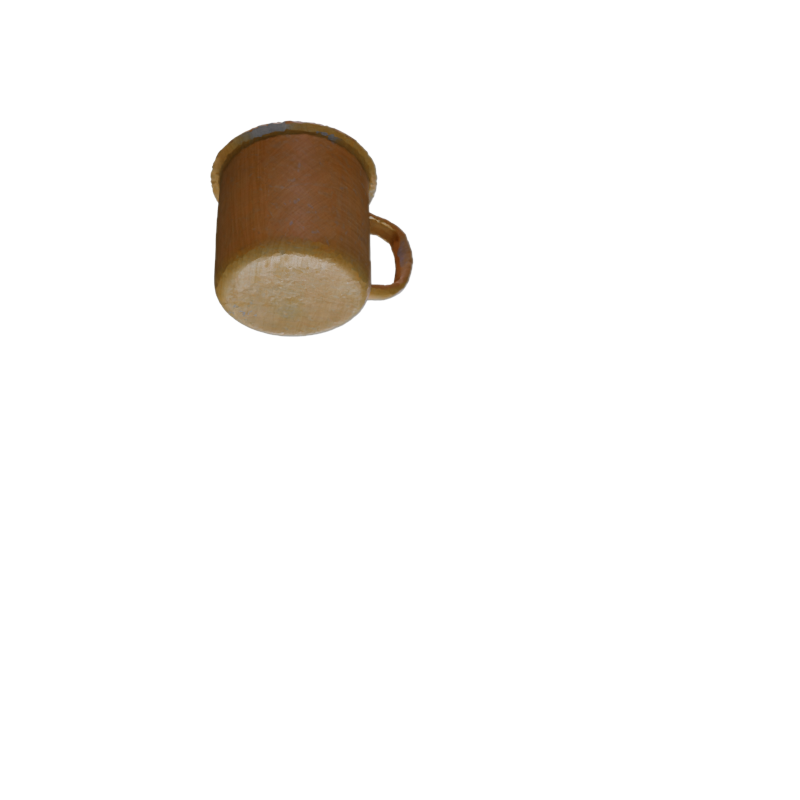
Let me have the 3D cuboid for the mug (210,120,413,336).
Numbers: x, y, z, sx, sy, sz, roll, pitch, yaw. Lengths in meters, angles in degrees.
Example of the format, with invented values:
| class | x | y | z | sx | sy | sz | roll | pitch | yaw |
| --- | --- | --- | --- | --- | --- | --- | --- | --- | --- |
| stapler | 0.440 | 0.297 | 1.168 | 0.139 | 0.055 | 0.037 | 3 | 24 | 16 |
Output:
| class | x | y | z | sx | sy | sz | roll | pitch | yaw |
| --- | --- | --- | --- | --- | --- | --- | --- | --- | --- |
| mug | -0.047 | -0.085 | 0.596 | 0.112 | 0.087 | 0.091 | 16 | -39 | -23 |
